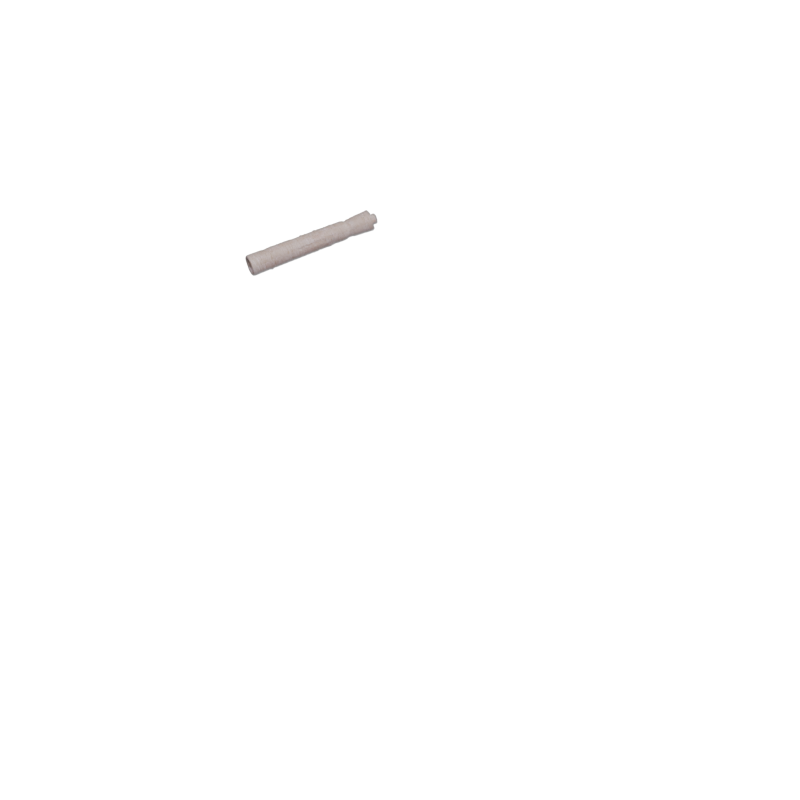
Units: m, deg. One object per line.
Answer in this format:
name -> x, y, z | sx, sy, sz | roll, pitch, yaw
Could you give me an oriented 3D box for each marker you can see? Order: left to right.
marker -> -0.076, -0.138, 0.965 | 0.120, 0.019, 0.020 | -23, 10, -14
